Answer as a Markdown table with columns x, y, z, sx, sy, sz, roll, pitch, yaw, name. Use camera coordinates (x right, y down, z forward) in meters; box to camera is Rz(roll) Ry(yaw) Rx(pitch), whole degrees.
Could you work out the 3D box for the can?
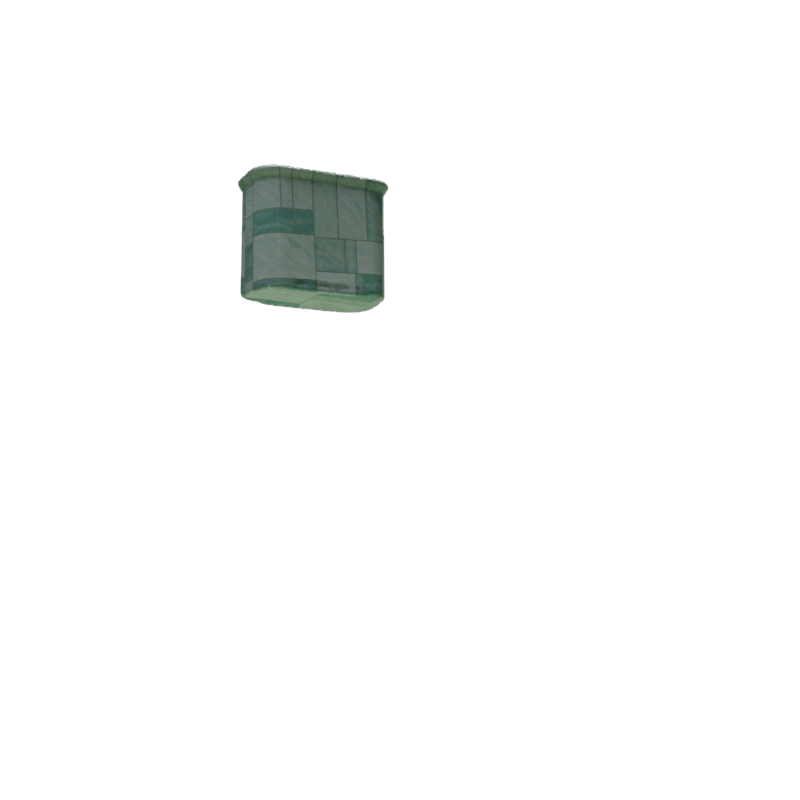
| x | y | z | sx | sy | sz | roll | pitch | yaw | name |
| --- | --- | --- | --- | --- | --- | --- | --- | --- | --- |
| -0.059 | -0.108 | 0.758 | 0.098 | 0.087 | 0.057 | 5 | -15 | -24 | can |
